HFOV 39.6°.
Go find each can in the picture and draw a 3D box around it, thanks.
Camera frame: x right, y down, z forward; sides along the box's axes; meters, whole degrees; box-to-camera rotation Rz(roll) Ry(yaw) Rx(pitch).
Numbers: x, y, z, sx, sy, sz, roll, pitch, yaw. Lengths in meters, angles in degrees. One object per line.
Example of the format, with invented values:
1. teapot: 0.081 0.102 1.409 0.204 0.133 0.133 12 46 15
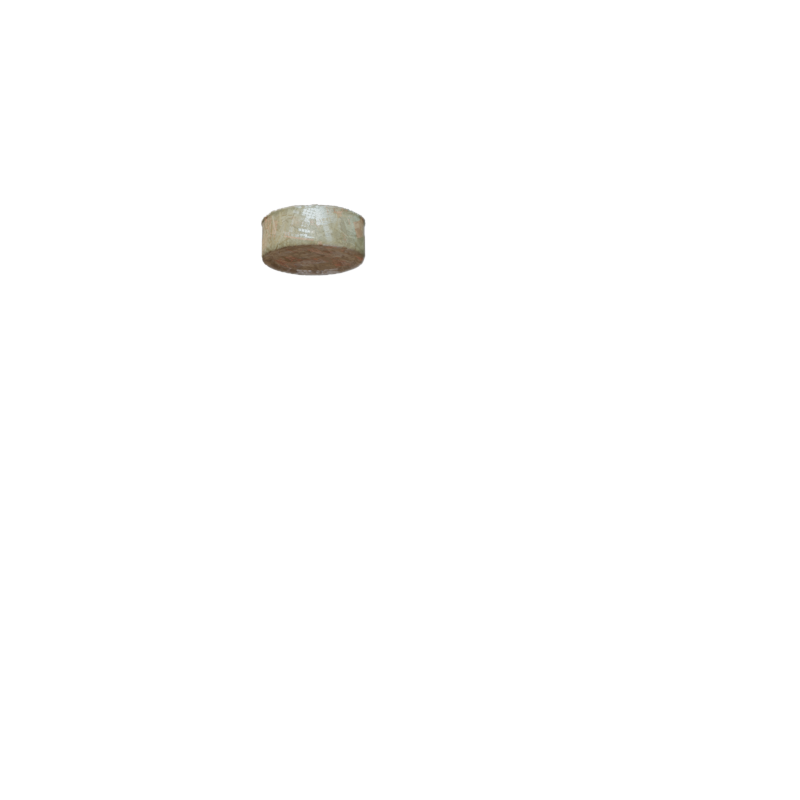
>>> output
1. can: -0.071 -0.129 0.906 0.086 0.035 0.083 0 -12 -2
